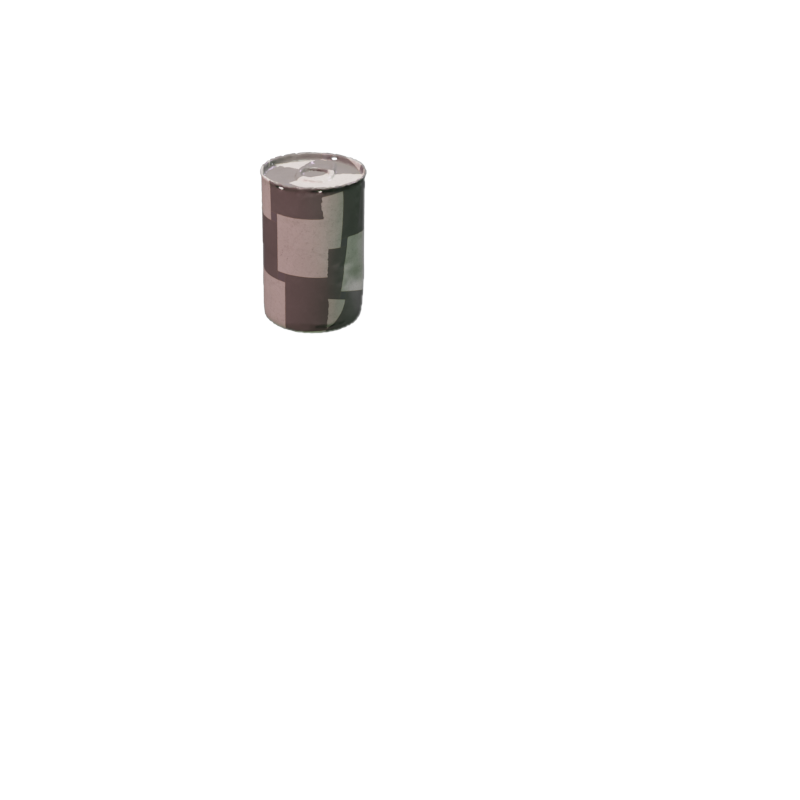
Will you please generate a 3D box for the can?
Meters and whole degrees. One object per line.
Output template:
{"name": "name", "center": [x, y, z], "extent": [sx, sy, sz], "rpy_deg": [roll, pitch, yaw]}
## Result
{"name": "can", "center": [-0.057, -0.104, 0.727], "extent": [0.068, 0.097, 0.072], "rpy_deg": [0, 27, -2]}
